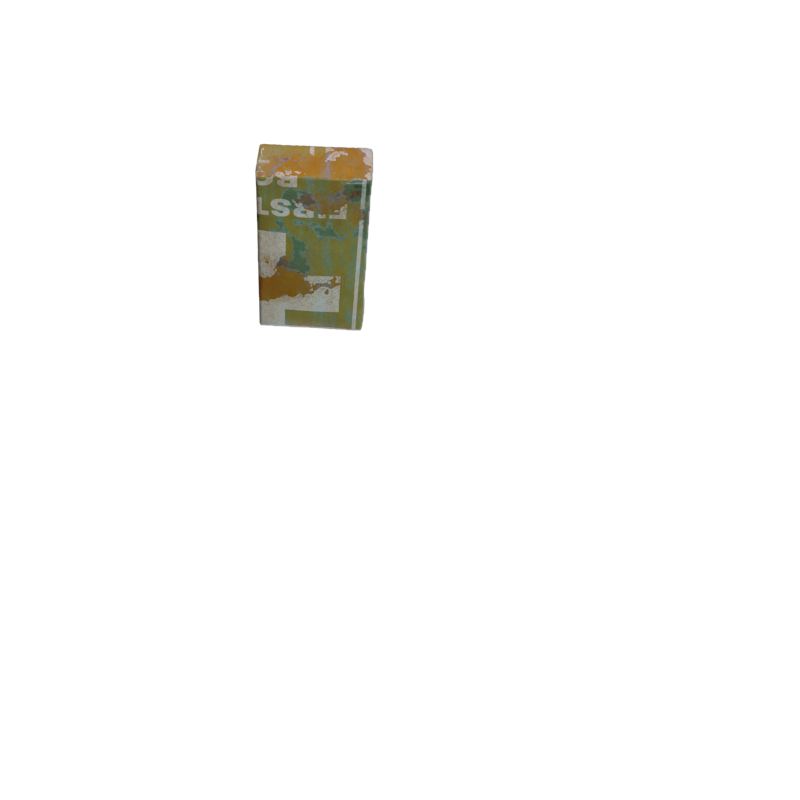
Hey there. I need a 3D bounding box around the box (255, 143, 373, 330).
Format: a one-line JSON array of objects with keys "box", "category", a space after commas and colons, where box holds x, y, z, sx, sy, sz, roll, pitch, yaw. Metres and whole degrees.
[{"box": [-0.072, -0.132, 0.923, 0.093, 0.051, 0.164, 3, -39, -1], "category": "box"}]
